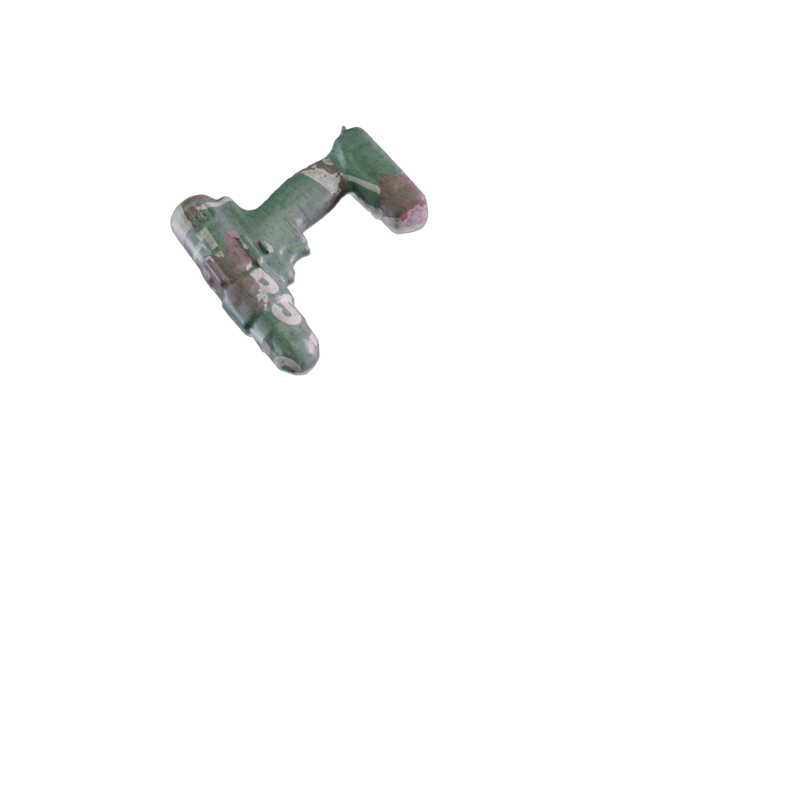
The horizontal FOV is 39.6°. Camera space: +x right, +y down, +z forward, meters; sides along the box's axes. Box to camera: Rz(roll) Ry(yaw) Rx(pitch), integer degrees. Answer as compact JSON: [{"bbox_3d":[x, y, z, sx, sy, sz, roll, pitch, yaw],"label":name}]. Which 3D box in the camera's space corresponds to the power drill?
[{"bbox_3d":[-0.072,-0.131,0.917,0.188,0.195,0.054,-33,-23,-16],"label":"power drill"}]
